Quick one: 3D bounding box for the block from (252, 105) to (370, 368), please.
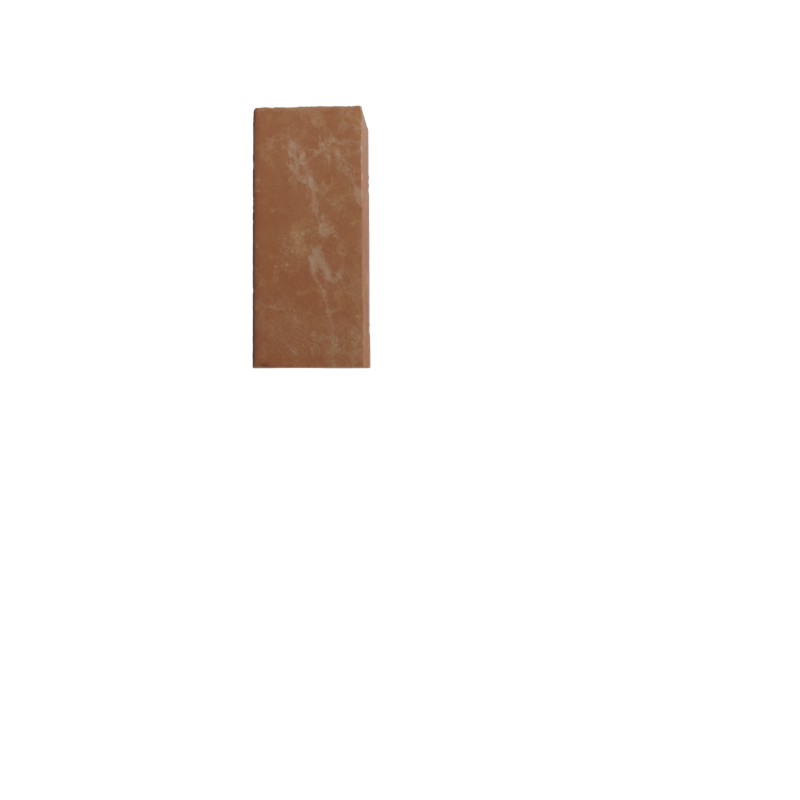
[{"bbox_3d":[-0.072,-0.130,0.909,0.091,0.209,0.089,-1,-5,3],"label":"block"}]
